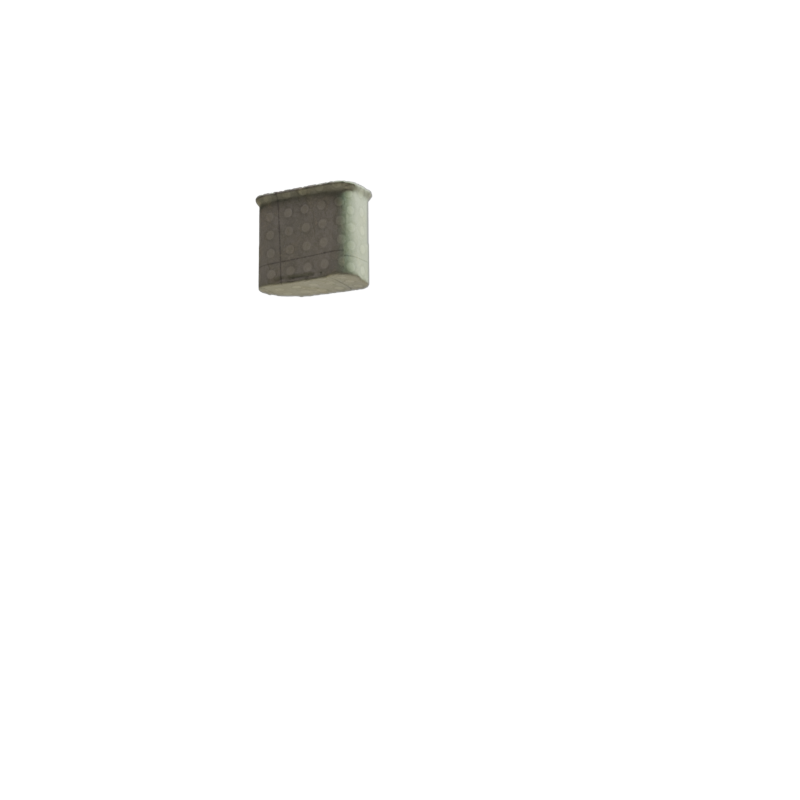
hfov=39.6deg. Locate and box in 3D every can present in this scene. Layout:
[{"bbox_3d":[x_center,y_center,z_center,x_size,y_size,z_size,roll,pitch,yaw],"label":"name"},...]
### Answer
[{"bbox_3d":[-0.075,-0.138,0.963,0.104,0.087,0.054,-7,-15,27],"label":"can"}]
